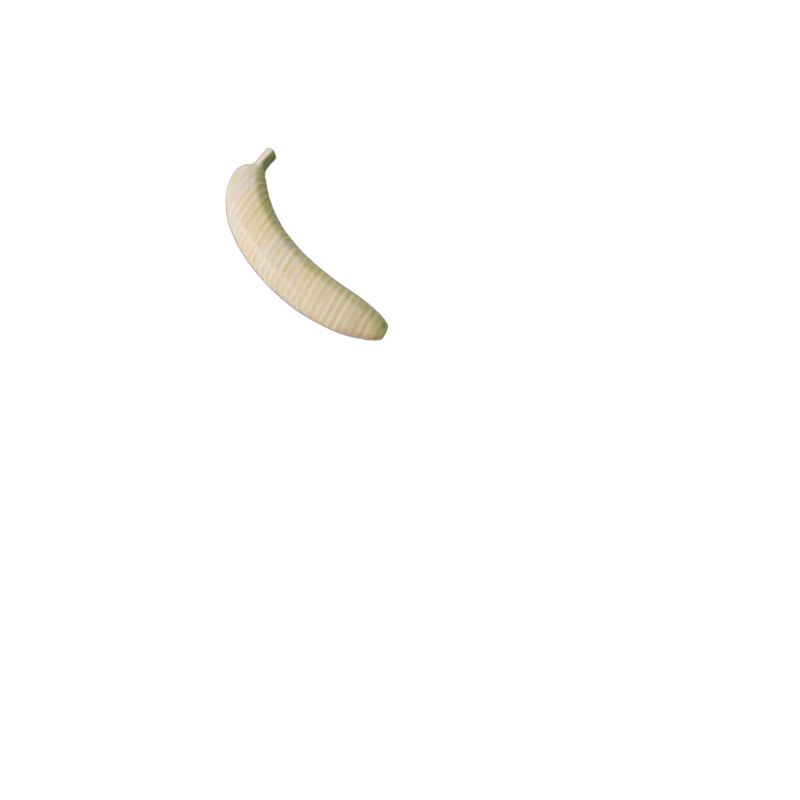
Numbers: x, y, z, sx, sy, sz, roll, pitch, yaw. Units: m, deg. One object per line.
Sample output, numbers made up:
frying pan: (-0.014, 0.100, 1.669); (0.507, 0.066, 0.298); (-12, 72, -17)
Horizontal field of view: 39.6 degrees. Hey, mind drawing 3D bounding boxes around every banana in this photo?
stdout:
banana: (-0.085, -0.117, 0.853); (0.069, 0.211, 0.034); (-25, -26, -14)
